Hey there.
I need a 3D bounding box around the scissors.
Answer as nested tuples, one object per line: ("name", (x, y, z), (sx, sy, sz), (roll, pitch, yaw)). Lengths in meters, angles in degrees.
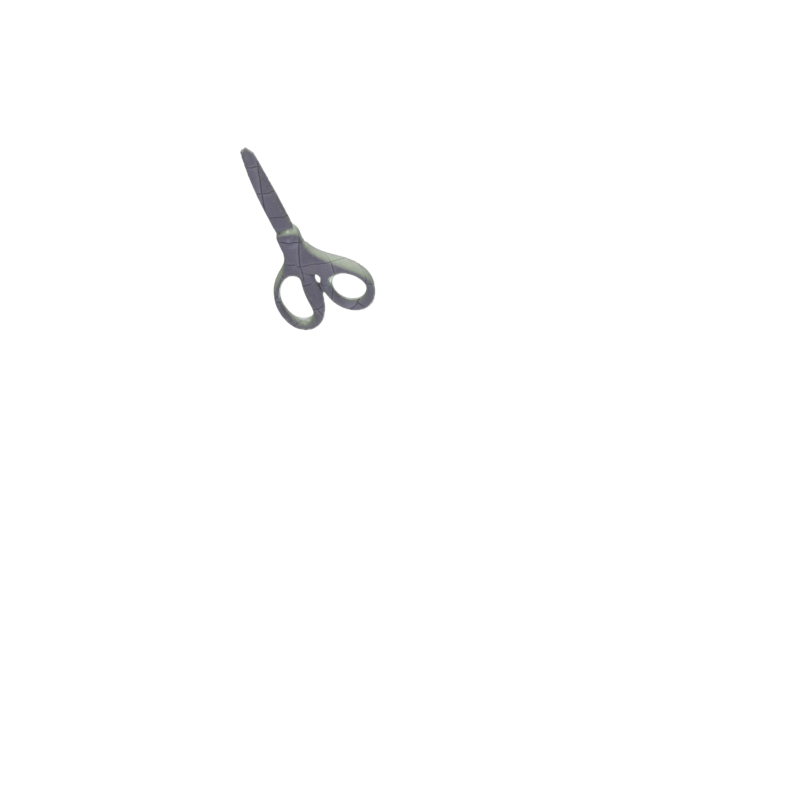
("scissors", (-0.071, -0.129, 0.906), (0.096, 0.017, 0.187), (-1, -42, 1))
